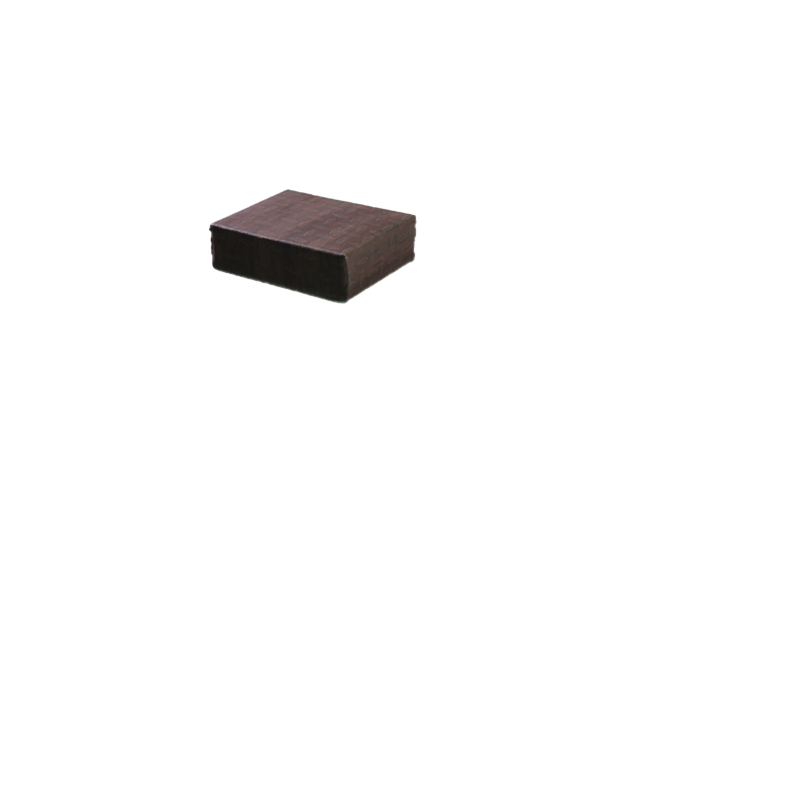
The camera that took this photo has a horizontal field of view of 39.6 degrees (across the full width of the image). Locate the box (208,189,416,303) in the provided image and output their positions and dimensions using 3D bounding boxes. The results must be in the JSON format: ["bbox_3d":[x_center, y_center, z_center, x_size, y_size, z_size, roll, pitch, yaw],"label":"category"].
[{"bbox_3d":[-0.059,-0.108,0.754,0.119,0.037,0.090,18,33,29],"label":"box"}]
